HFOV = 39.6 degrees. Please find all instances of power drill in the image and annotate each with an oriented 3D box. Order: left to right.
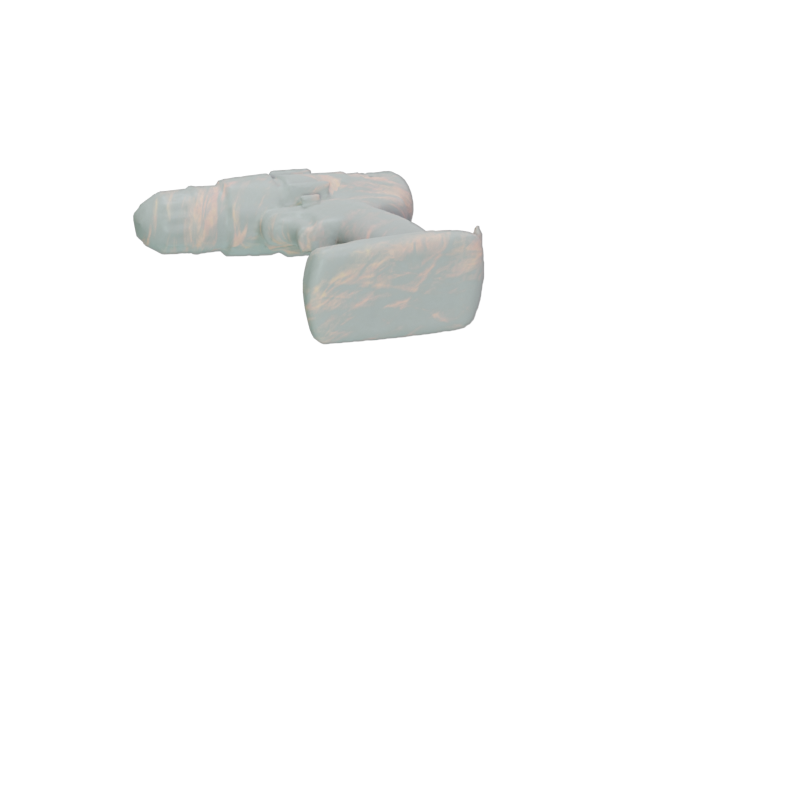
[{"bbox_3d":[-0.051,-0.093,0.655,0.181,0.055,0.201,-10,27,-20],"label":"power drill"}]
